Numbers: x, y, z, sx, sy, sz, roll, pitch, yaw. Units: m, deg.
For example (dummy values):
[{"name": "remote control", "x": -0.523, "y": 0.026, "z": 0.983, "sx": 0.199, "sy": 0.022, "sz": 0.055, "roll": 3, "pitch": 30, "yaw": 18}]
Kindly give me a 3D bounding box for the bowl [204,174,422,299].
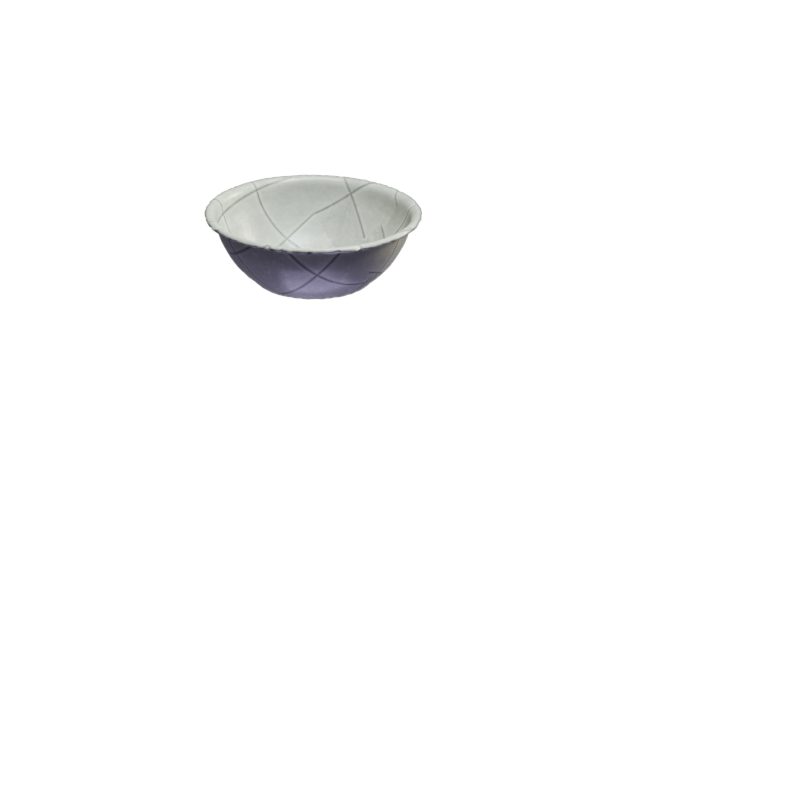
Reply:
[{"name": "bowl", "x": -0.065, "y": -0.119, "z": 0.835, "sx": 0.162, "sy": 0.052, "sz": 0.172, "roll": -1, "pitch": 29, "yaw": -2}]
